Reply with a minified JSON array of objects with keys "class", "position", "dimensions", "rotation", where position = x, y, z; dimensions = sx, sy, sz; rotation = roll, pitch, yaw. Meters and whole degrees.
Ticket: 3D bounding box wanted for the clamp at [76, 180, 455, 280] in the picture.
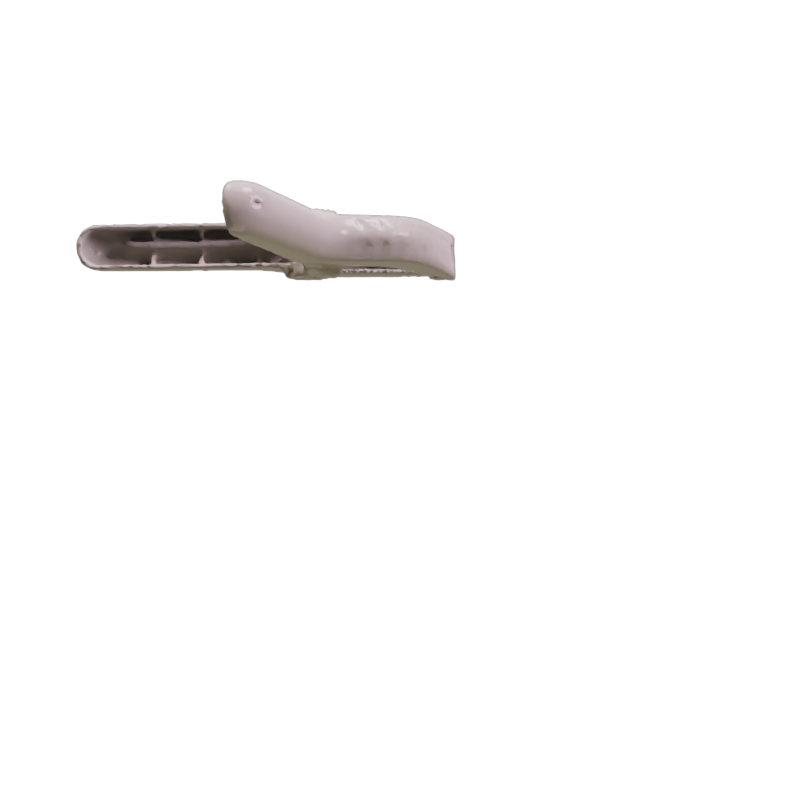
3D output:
[{"class":"clamp","position":[-0.046,-0.083,0.584],"dimensions":[0.202,0.037,0.169],"rotation":[0,0,-31]}]
